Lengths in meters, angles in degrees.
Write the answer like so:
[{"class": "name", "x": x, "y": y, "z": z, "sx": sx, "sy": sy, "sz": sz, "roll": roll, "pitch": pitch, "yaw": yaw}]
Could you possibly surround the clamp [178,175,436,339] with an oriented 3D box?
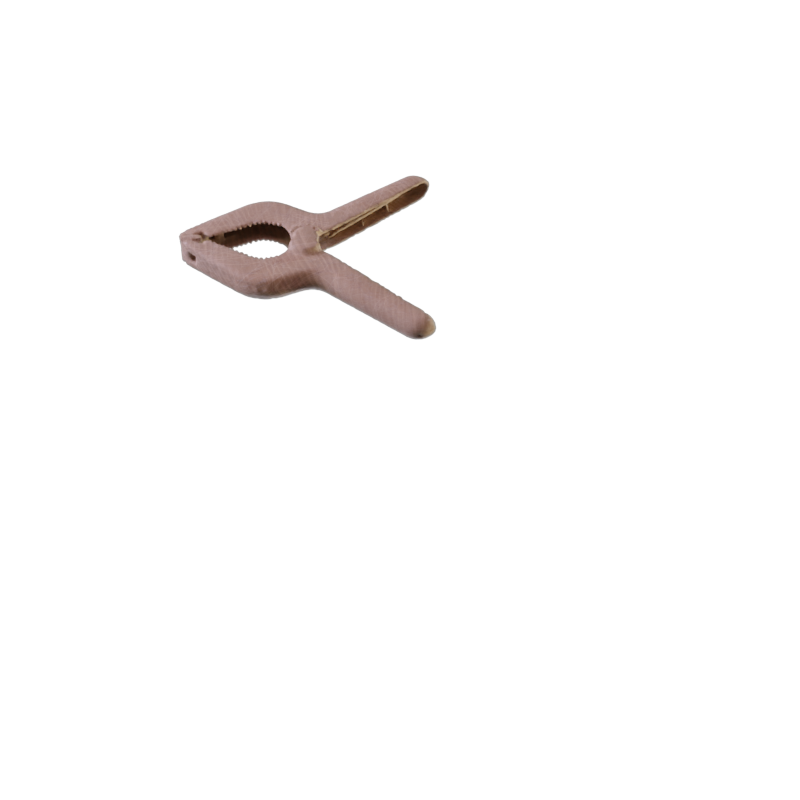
[{"class": "clamp", "x": -0.070, "y": -0.128, "z": 0.895, "sx": 0.212, "sy": 0.175, "sz": 0.034, "roll": 6, "pitch": -40, "yaw": 5}]
